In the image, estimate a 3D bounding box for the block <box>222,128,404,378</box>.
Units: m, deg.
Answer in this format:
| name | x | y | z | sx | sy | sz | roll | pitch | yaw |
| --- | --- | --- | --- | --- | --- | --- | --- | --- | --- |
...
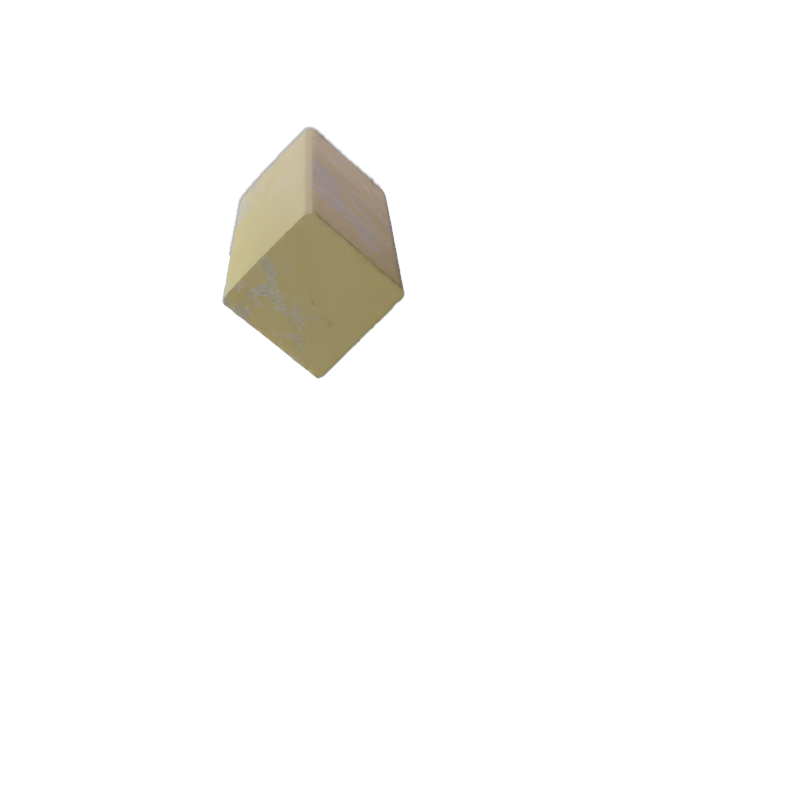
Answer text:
| name | x | y | z | sx | sy | sz | roll | pitch | yaw |
| --- | --- | --- | --- | --- | --- | --- | --- | --- | --- |
| block | -0.065 | -0.119 | 0.829 | 0.087 | 0.089 | 0.218 | 39 | 18 | -20 |
